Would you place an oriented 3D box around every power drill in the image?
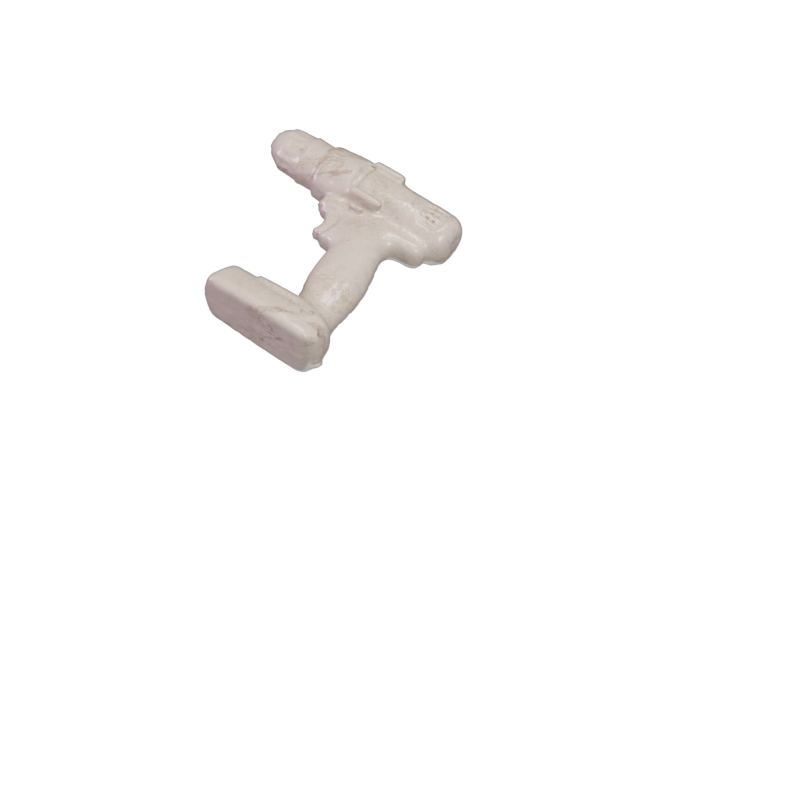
[{"bbox_3d":[-0.070,-0.127,0.891,0.193,0.192,0.054,31,-29,19],"label":"power drill"}]
